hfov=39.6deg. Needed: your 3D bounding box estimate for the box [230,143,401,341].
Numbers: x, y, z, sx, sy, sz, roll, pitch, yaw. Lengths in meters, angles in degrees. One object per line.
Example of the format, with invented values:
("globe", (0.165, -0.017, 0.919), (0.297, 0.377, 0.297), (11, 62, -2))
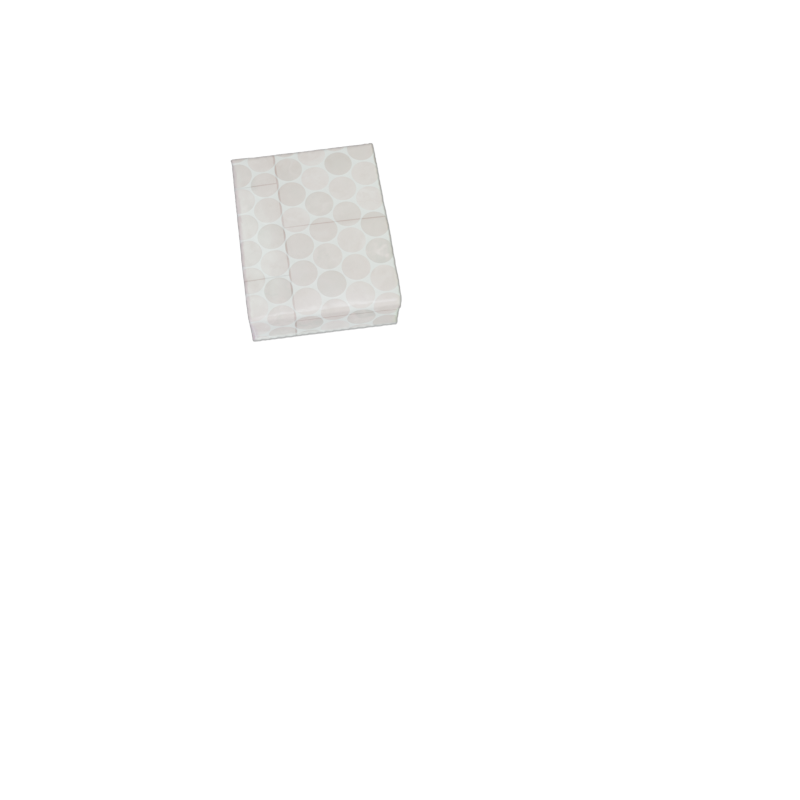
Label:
("box", (-0.053, -0.096, 0.674), (0.089, 0.121, 0.037), (-8, -26, -4))
